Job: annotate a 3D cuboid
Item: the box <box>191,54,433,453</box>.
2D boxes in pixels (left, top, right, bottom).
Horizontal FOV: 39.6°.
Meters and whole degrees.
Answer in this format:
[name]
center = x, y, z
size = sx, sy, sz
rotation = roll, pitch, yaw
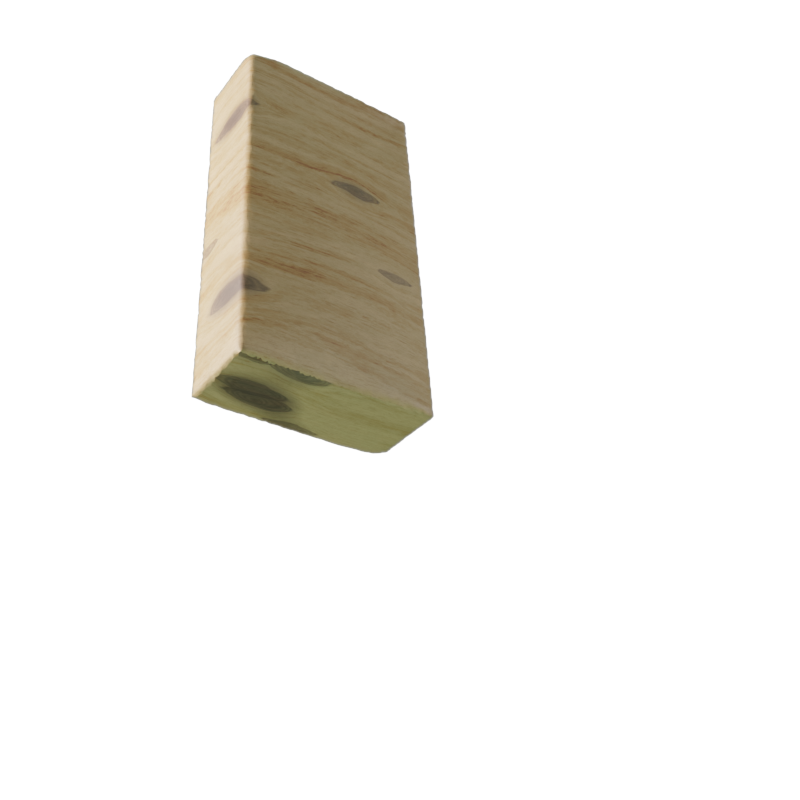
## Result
[box]
center = -0.039, -0.071, 0.493
size = 0.089, 0.189, 0.047
rotation = 19, -42, -27
